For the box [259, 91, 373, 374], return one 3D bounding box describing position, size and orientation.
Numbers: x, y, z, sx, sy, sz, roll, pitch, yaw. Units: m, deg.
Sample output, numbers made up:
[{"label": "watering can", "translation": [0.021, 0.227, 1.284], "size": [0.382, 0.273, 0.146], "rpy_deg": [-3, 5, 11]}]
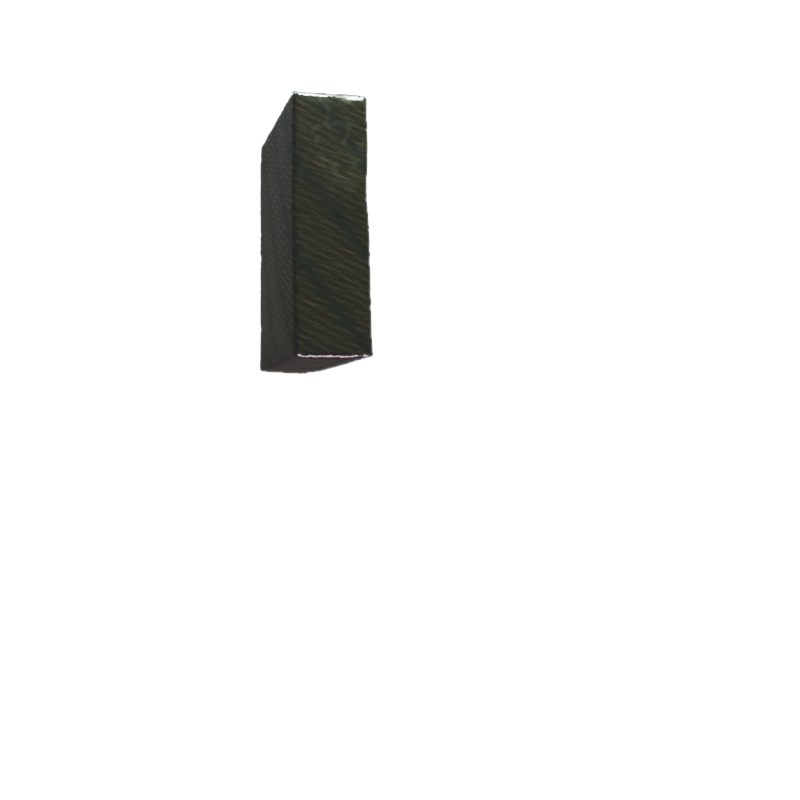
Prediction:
[{"label": "box", "translation": [-0.074, -0.135, 0.946], "size": [0.070, 0.219, 0.164], "rpy_deg": [2, -9, -16]}]
